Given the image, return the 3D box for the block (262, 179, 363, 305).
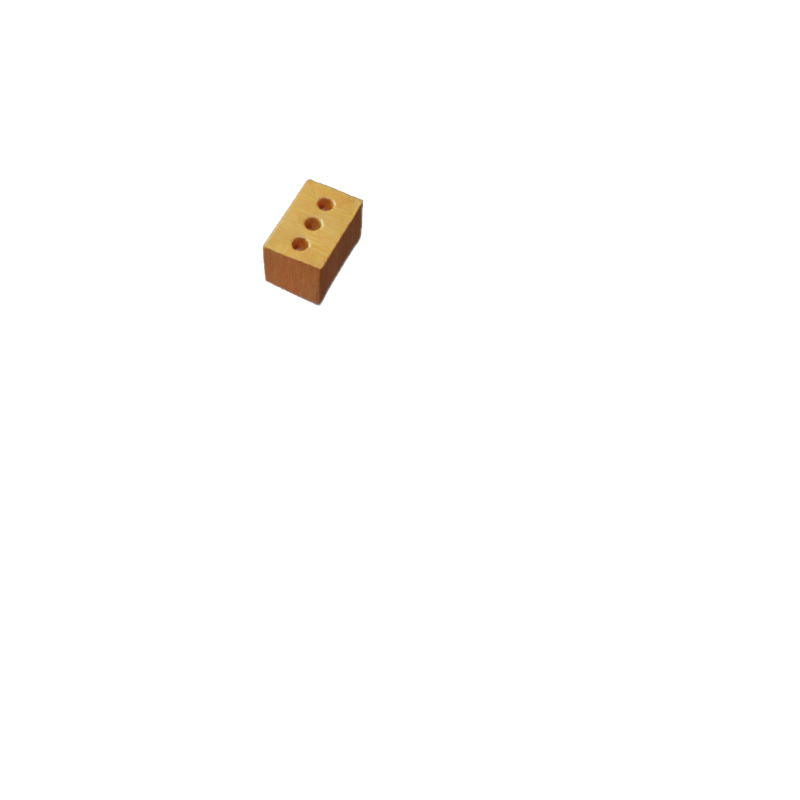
[{"bbox_3d":[-0.070,-0.128,0.894,0.054,0.081,0.048,22,-30,11],"label":"block"}]
